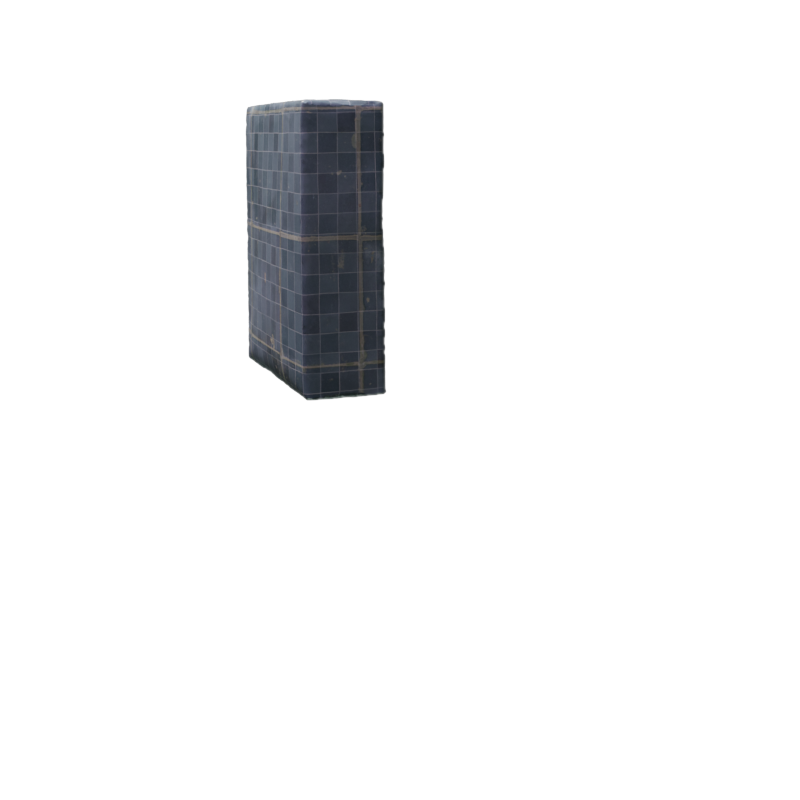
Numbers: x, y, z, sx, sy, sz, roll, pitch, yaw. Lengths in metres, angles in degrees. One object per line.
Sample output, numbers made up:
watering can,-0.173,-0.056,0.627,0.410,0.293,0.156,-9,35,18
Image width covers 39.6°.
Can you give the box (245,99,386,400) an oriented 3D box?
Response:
box,-0.067,-0.123,0.860,0.070,0.211,0.171,-2,9,-21
